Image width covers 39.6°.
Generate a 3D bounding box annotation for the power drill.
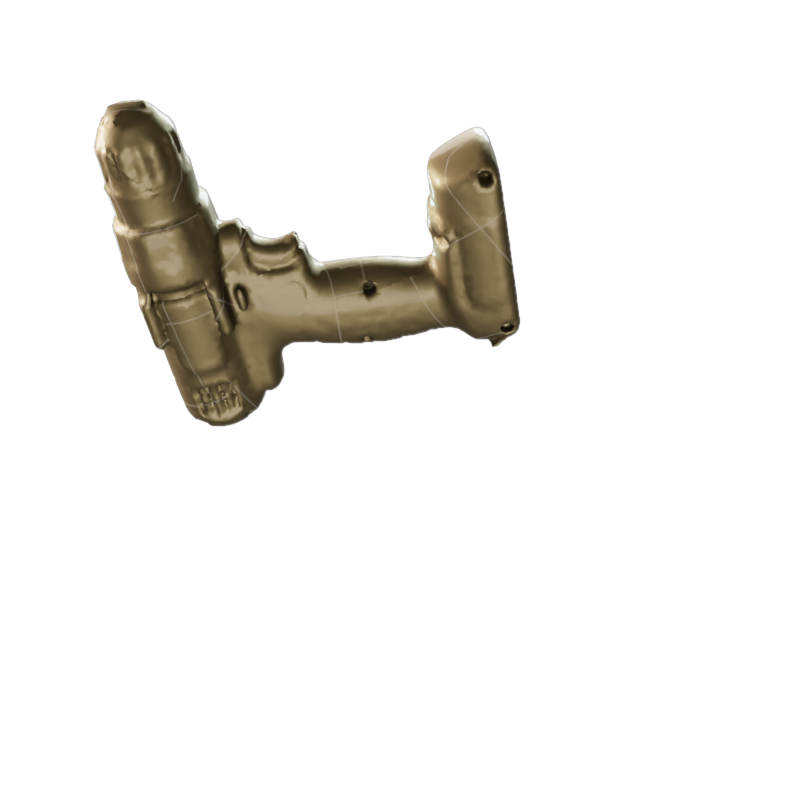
[{"bbox_3d":[-0.043,-0.078,0.546,0.189,0.171,0.061,-10,36,7],"label":"power drill"}]
